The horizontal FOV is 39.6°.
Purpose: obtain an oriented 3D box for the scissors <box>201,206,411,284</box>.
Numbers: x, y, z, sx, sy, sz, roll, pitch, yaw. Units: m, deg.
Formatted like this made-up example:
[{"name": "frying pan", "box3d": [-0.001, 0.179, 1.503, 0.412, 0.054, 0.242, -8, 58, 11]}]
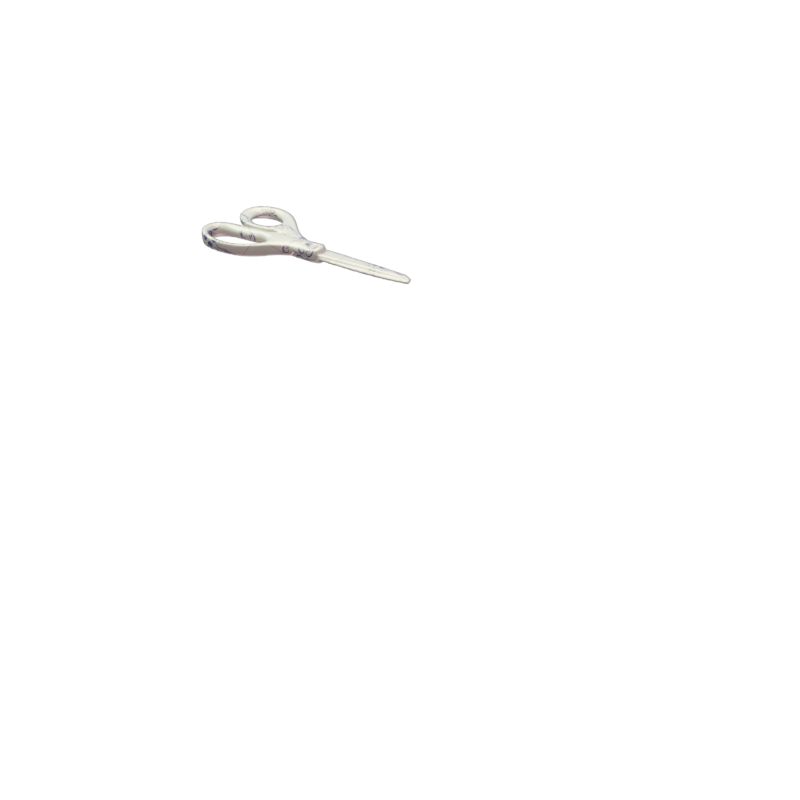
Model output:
[{"name": "scissors", "box3d": [-0.078, -0.141, 0.991, 0.207, 0.015, 0.100, 10, 34, 15]}]
